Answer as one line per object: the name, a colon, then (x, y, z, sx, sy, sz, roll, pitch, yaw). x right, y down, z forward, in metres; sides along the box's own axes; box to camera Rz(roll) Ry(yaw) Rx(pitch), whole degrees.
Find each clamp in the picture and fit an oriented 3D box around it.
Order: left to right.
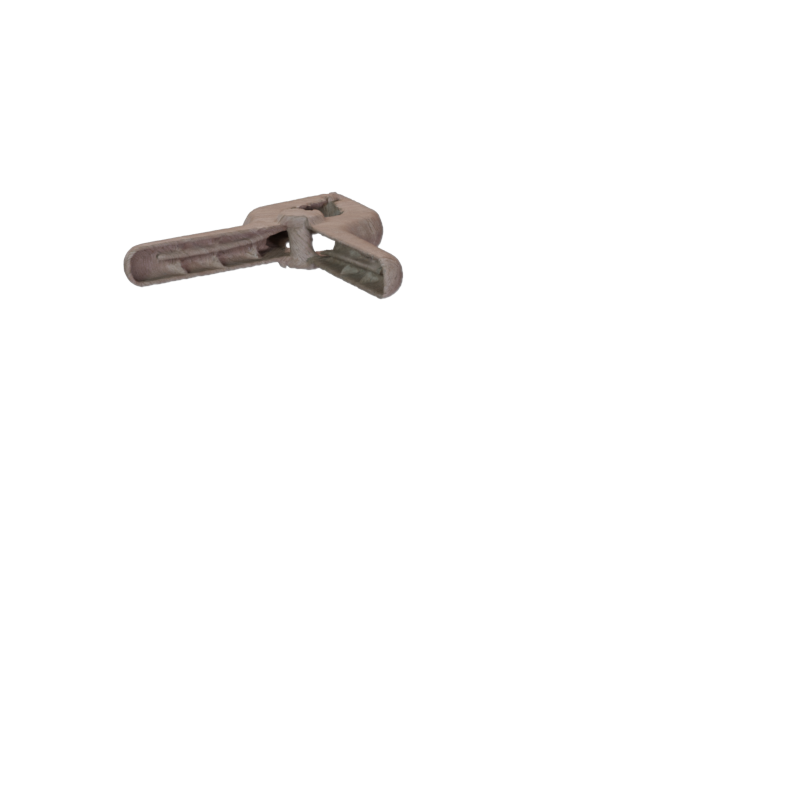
clamp: (-0.056, -0.101, 0.709, 0.169, 0.035, 0.212, 7, 21, 18)
